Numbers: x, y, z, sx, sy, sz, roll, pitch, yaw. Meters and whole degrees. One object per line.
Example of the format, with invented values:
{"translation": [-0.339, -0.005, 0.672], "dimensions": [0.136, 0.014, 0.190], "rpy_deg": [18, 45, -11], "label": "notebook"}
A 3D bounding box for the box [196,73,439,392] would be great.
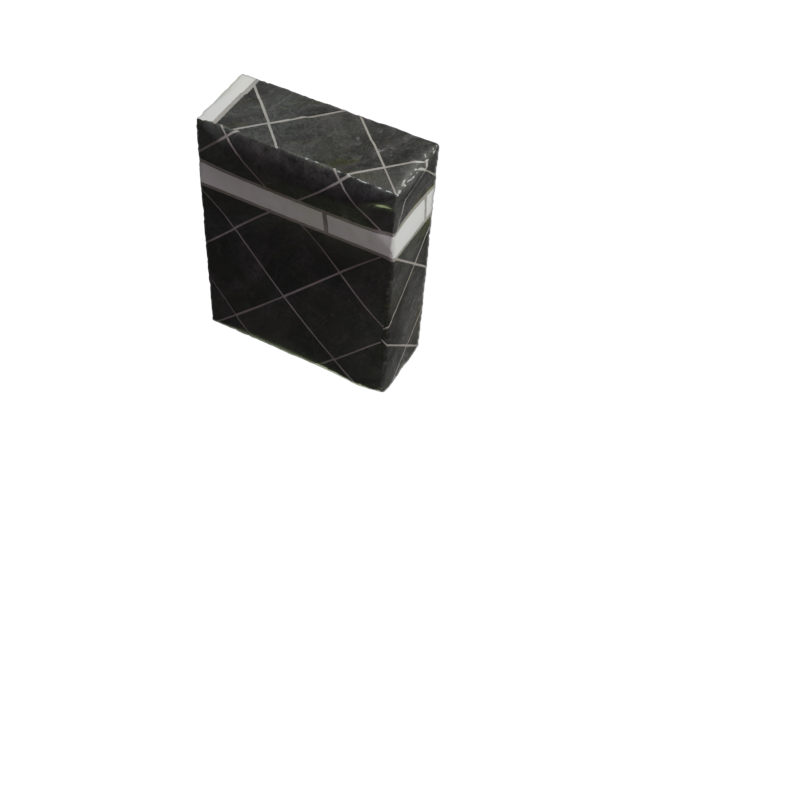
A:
{"translation": [-0.065, -0.119, 0.836], "dimensions": [0.171, 0.199, 0.074], "rpy_deg": [25, 52, 18], "label": "box"}
